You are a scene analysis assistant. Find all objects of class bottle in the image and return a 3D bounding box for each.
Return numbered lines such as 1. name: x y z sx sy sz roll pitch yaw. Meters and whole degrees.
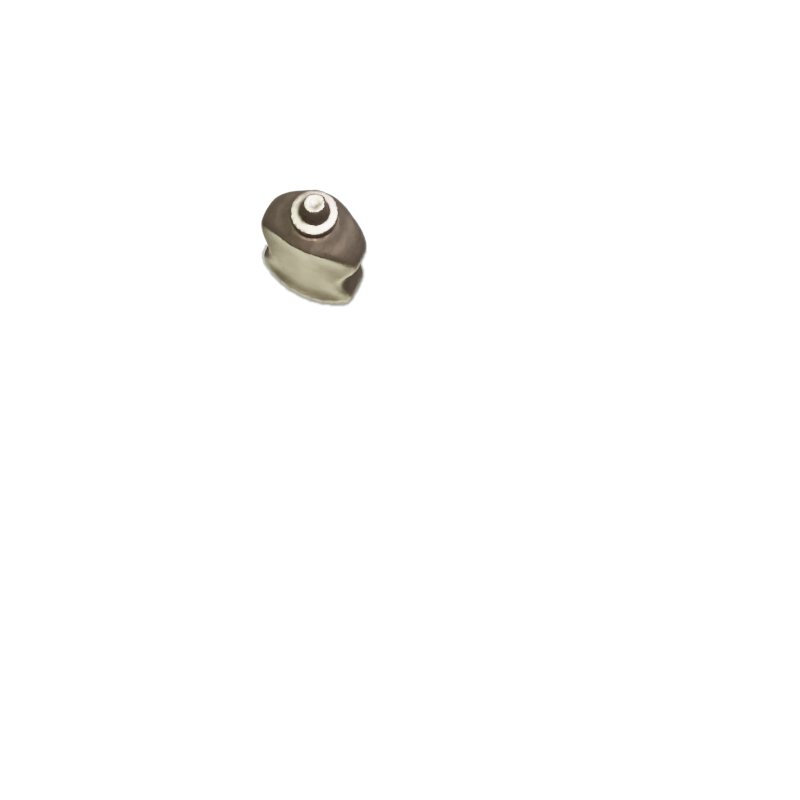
1. bottle: -0.078 -0.143 1.000 0.097 0.060 0.185 29 -12 3
